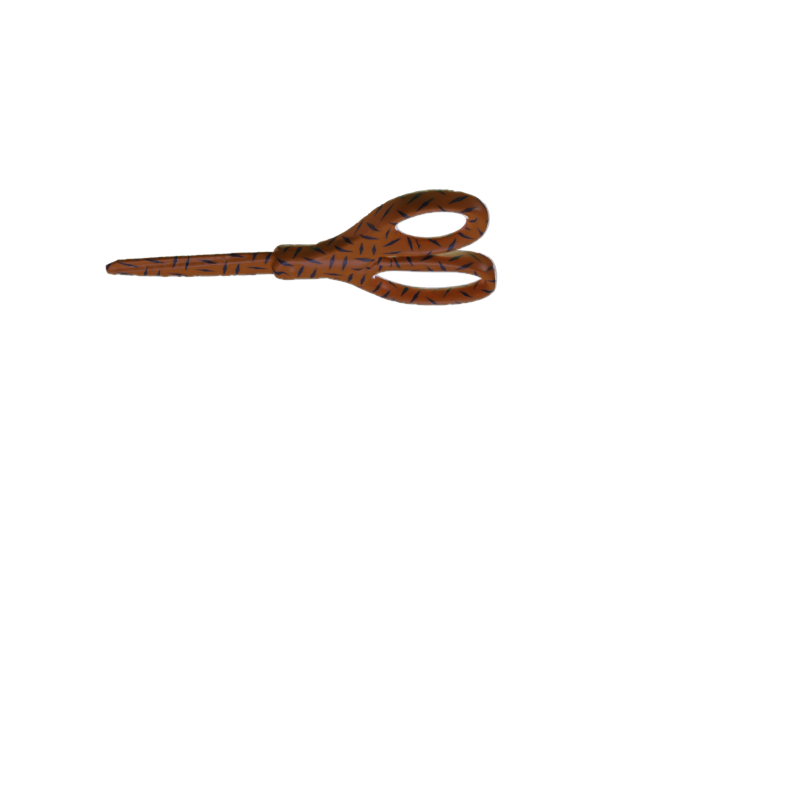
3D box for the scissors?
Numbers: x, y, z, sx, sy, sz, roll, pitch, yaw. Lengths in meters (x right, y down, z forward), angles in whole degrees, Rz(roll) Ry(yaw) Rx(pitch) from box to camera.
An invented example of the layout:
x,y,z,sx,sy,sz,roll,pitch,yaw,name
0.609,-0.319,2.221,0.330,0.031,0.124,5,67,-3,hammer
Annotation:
x,y,z,sx,sy,sz,roll,pitch,yaw,name
-0.044,-0.079,0.556,0.198,0.017,0.091,6,-32,-10,scissors
